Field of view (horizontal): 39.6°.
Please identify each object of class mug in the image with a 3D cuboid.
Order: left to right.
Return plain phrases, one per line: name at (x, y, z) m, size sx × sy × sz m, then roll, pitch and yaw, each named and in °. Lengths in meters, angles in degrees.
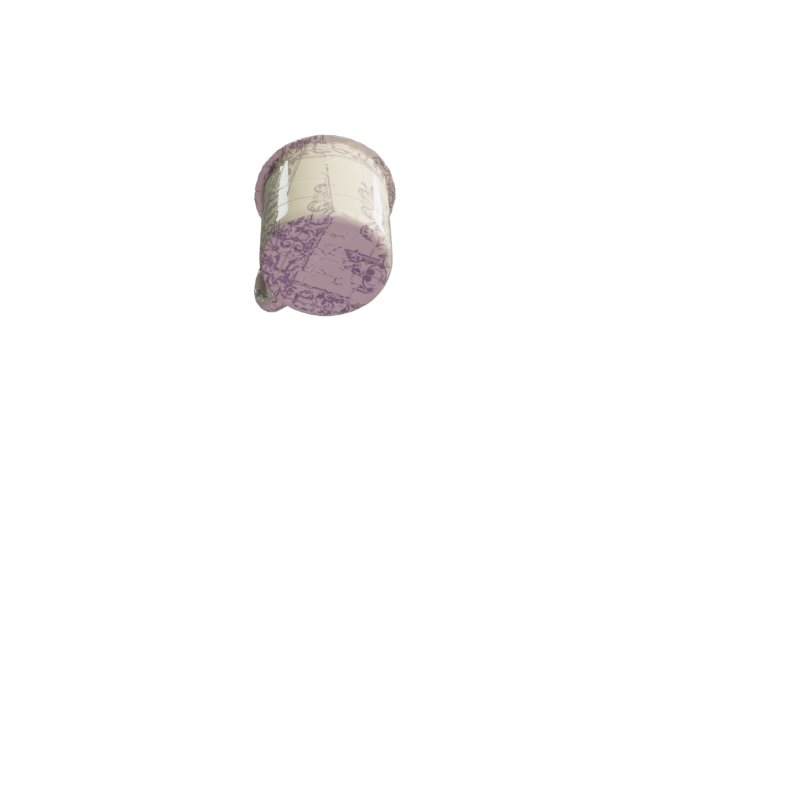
mug at (-0.055, -0.101, 0.705) m, size 0.088 × 0.087 × 0.115 m, roll 34°, pitch -59°, yaw -26°
